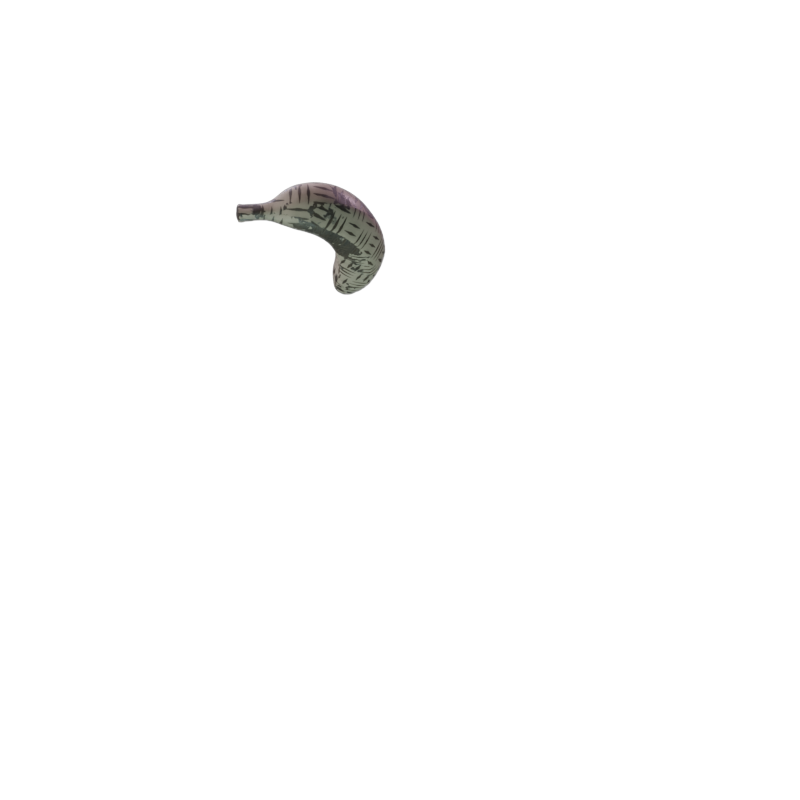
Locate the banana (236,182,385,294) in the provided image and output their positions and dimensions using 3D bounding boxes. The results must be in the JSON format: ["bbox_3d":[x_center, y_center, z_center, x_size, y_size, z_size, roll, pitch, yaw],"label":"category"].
[{"bbox_3d":[-0.047,-0.118,0.800,0.071,0.038,0.186,-5,-14,19],"label":"banana"}]
